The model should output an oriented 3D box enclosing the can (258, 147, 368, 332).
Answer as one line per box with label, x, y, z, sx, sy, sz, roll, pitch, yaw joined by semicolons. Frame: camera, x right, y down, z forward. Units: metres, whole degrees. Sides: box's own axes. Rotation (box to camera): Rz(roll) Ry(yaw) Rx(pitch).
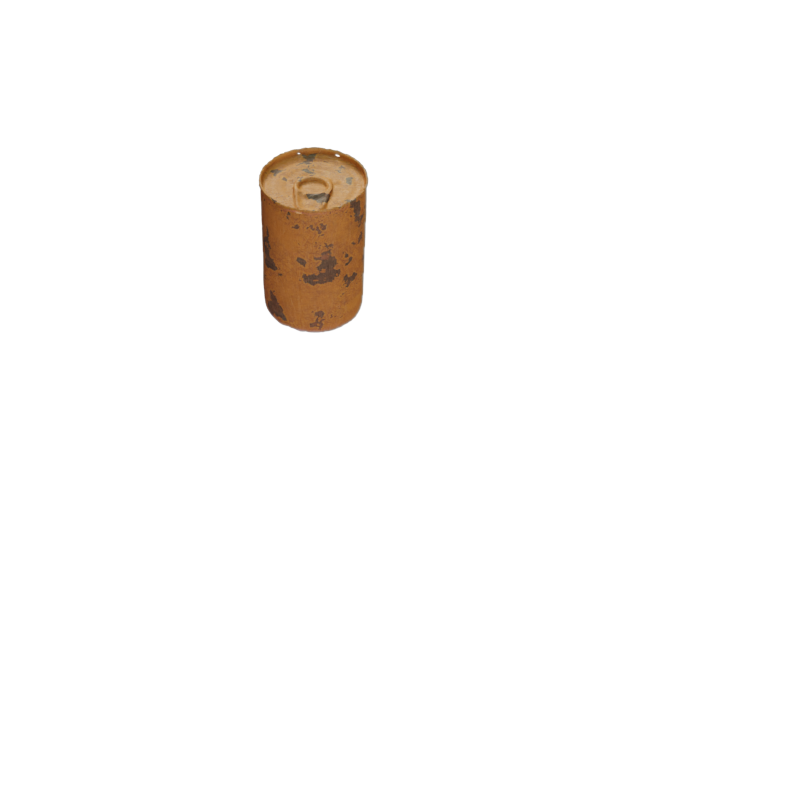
can;-0.056;-0.102;0.717;0.068;0.095;0.073;0;42;-3
